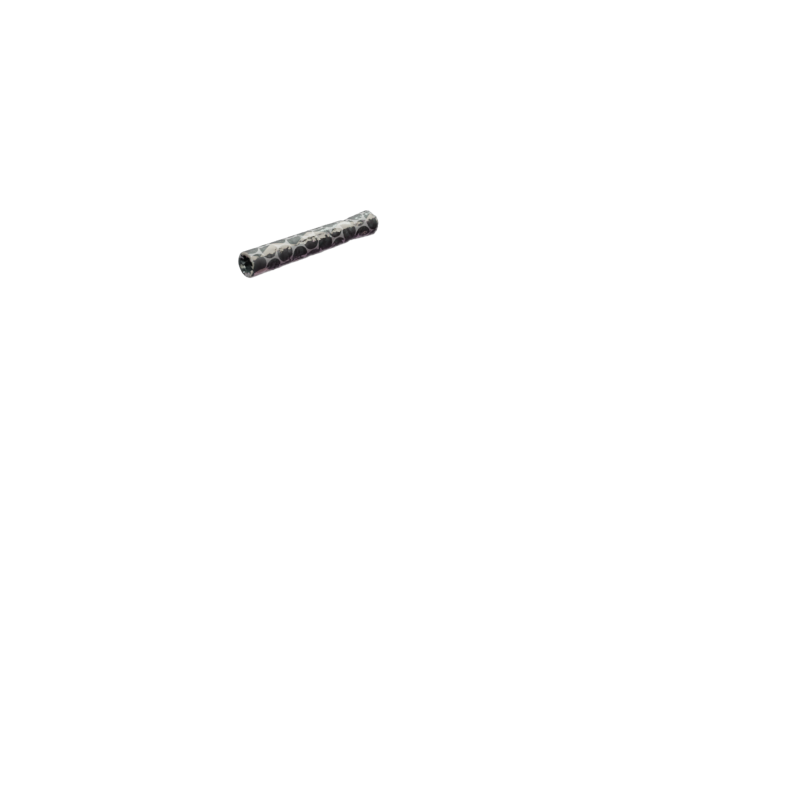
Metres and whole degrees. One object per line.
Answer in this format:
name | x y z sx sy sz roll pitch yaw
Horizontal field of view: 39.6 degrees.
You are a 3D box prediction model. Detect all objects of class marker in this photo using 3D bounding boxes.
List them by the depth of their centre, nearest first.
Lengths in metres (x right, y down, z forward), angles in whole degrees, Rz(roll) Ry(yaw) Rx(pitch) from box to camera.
marker | -0.061 -0.112 0.784 0.120 0.019 0.021 -26 20 -38
